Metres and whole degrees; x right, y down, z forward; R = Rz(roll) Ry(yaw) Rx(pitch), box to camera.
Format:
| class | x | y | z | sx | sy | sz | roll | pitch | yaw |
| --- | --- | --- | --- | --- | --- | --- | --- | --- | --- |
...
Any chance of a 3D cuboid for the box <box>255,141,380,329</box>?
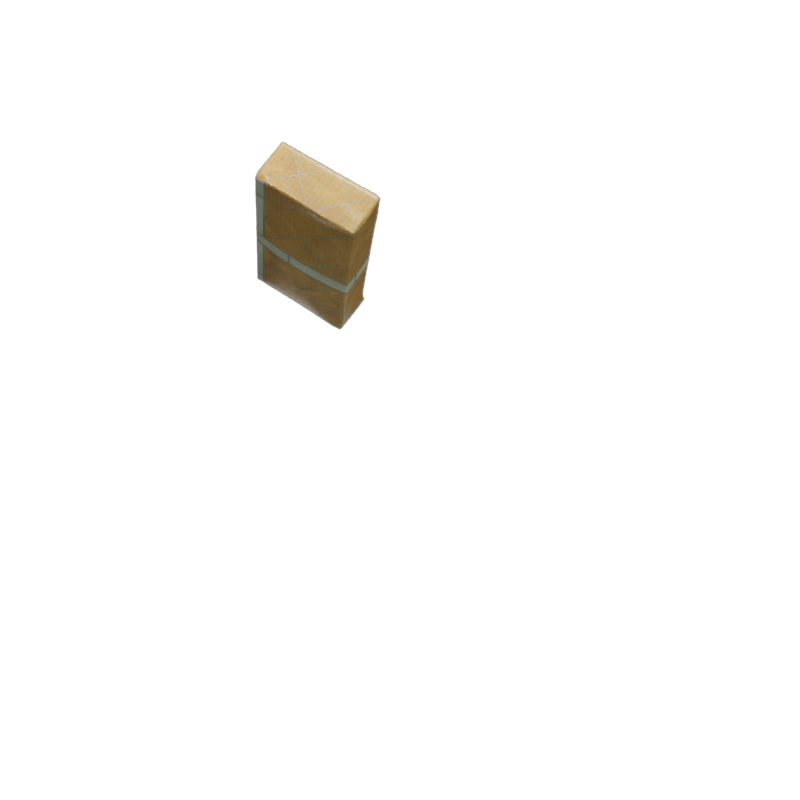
| class | x | y | z | sx | sy | sz | roll | pitch | yaw |
| --- | --- | --- | --- | --- | --- | --- | --- | --- | --- |
| box | -0.071 | -0.130 | 0.909 | 0.096 | 0.049 | 0.168 | 32 | -19 | 9 |
